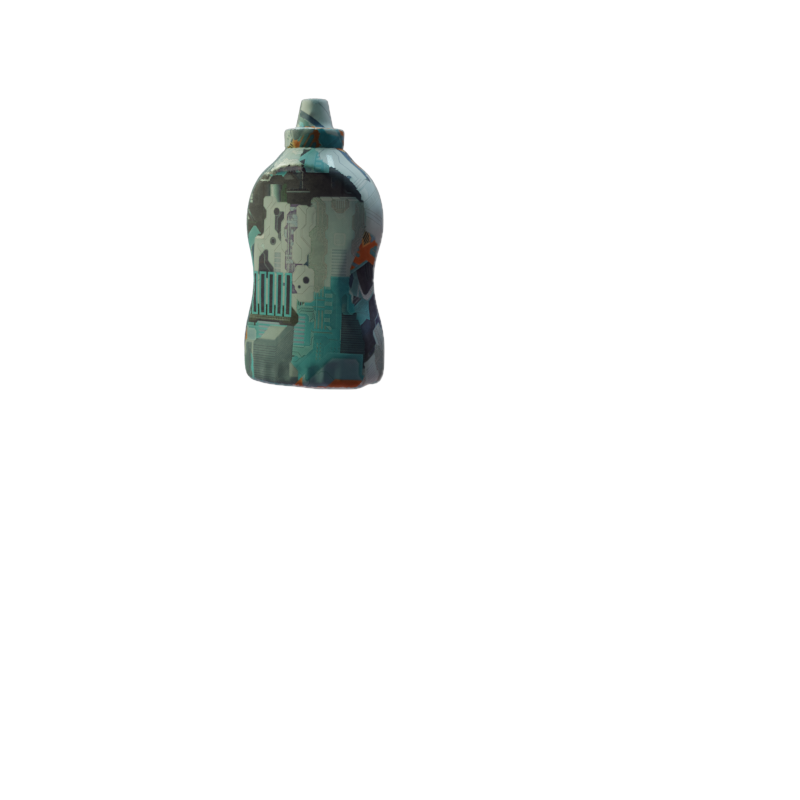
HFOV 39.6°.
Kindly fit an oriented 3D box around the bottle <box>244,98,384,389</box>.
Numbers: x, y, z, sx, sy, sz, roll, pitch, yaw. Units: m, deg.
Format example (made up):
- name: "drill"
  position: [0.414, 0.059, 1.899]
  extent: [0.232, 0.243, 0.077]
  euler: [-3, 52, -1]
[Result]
- name: "bottle"
  position: [-0.058, -0.107, 0.749]
  extent: [0.100, 0.191, 0.057]
  euler: [2, 3, 30]
